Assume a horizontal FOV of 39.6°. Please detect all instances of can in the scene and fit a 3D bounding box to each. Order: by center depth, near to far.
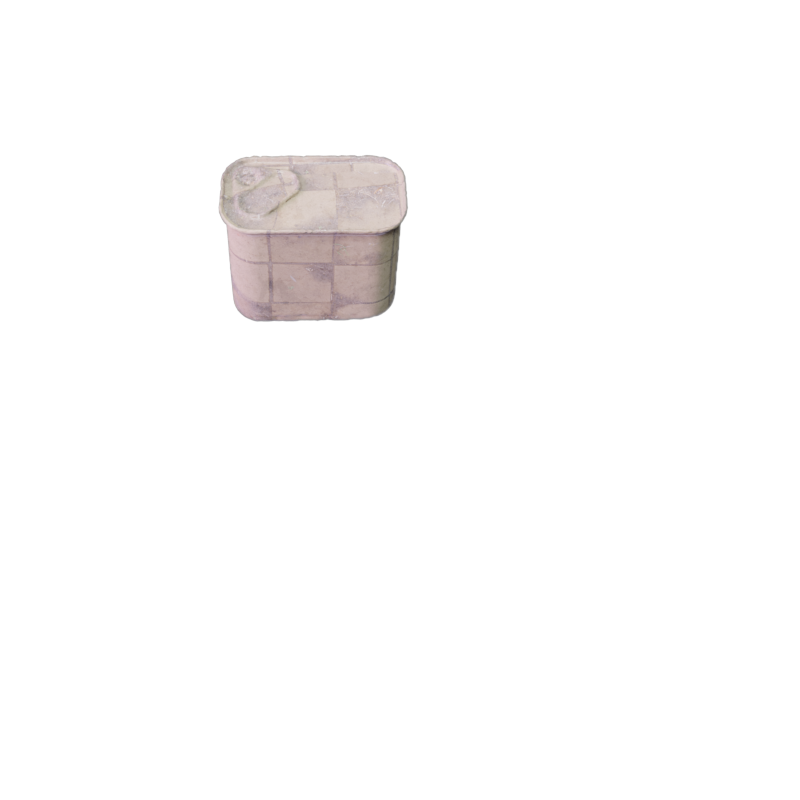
[{"bbox_3d":[-0.050,-0.090,0.633,0.102,0.062,0.078,0,-37,-2],"label":"can"}]
